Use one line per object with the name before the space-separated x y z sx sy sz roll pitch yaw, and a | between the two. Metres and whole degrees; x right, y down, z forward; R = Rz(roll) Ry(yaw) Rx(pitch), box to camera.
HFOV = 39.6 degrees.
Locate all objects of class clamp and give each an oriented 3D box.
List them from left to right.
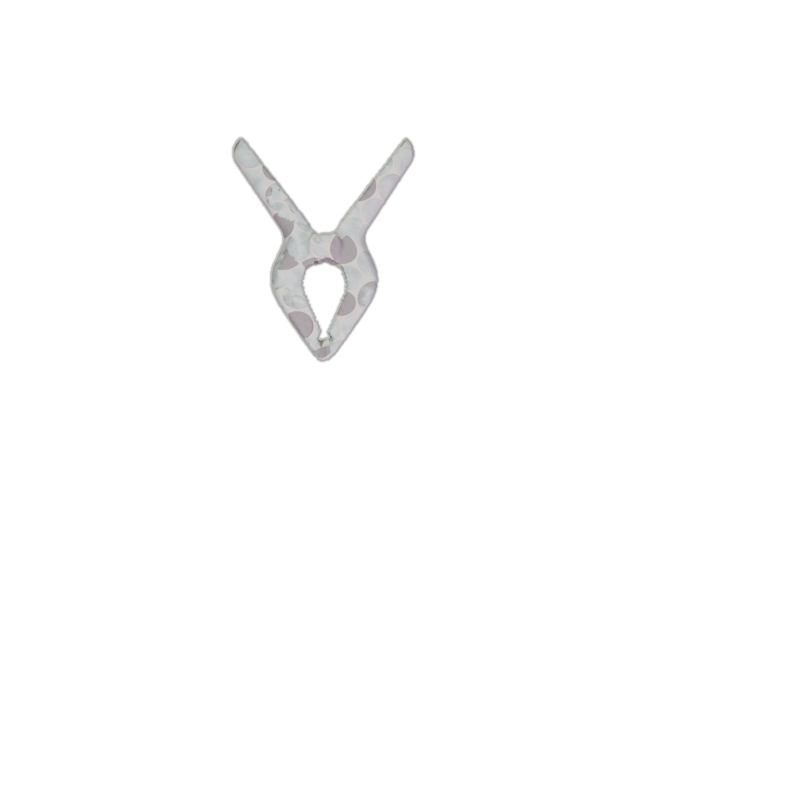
clamp | -0.078 -0.143 0.999 0.165 0.215 0.035 6 -10 1
